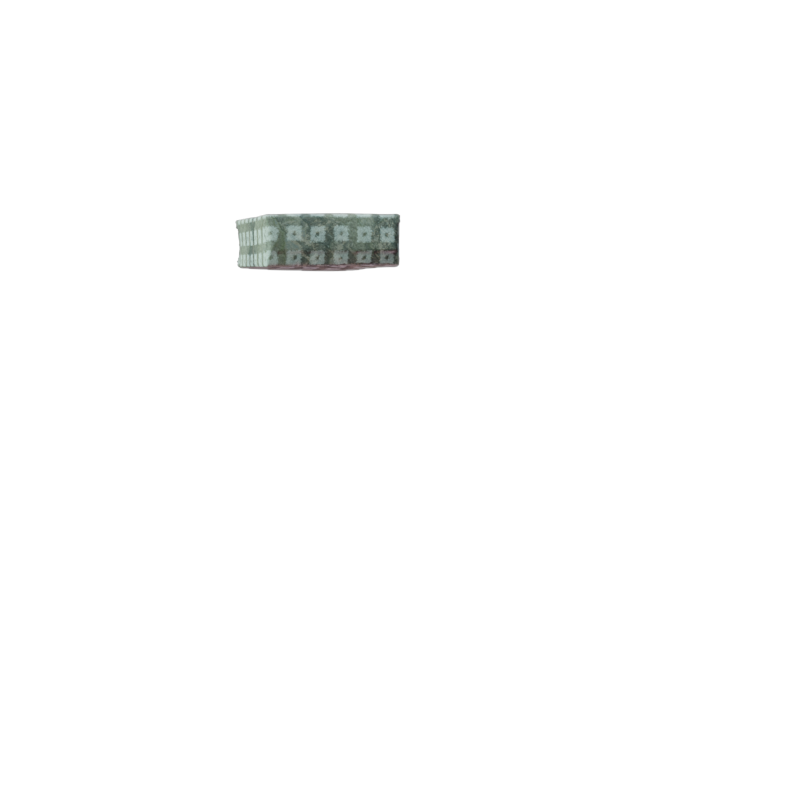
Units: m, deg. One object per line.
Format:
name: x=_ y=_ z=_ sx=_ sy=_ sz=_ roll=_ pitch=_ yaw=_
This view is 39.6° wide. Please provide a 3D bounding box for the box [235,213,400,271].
box: x=-0.059 y=-0.108 z=0.754 sx=0.088 sy=0.039 sz=0.116 roll=-1 pitch=4 yaw=-17
